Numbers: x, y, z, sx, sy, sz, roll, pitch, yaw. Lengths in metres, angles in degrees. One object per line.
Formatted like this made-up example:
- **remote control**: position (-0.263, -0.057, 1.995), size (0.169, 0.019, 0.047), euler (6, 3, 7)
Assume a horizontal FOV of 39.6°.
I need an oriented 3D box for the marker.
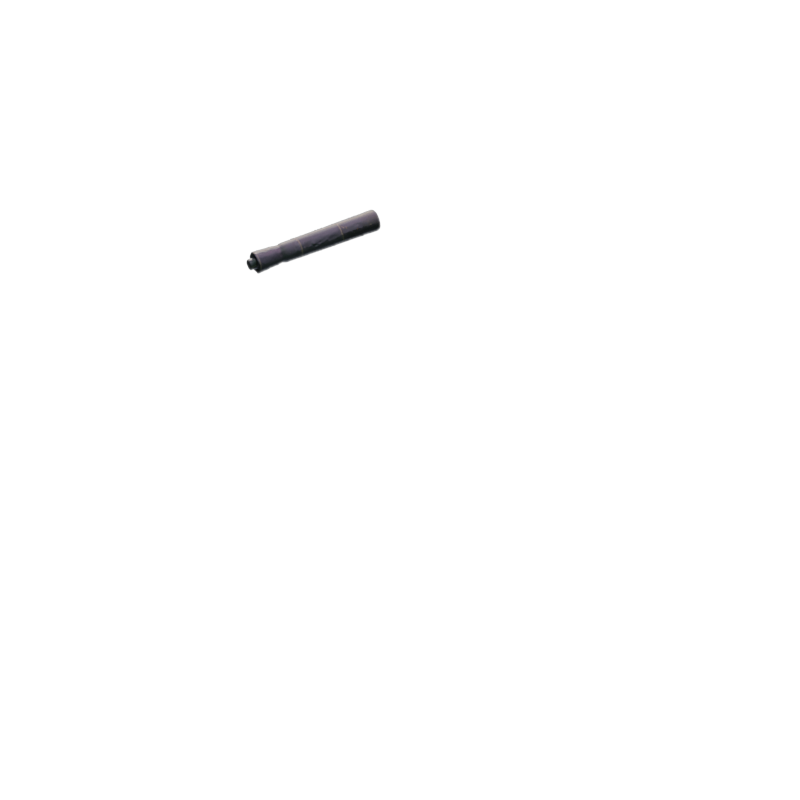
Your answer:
- **marker**: position (-0.073, -0.133, 0.932), size (0.120, 0.019, 0.020), euler (-23, 13, -21)
